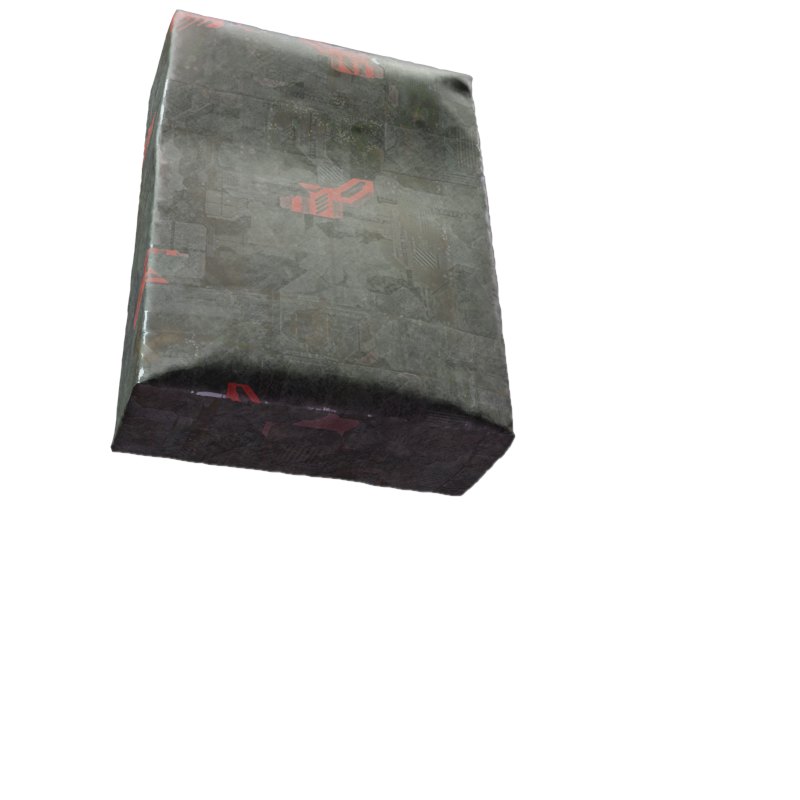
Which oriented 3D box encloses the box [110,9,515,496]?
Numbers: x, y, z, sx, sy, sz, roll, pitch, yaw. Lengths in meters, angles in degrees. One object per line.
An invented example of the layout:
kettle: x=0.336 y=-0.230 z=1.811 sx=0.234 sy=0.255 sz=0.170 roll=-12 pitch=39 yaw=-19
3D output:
box: x=-0.041 y=-0.074 z=0.522 sx=0.160 sy=0.228 sz=0.069 roll=8 pitch=-34 yaw=-16
